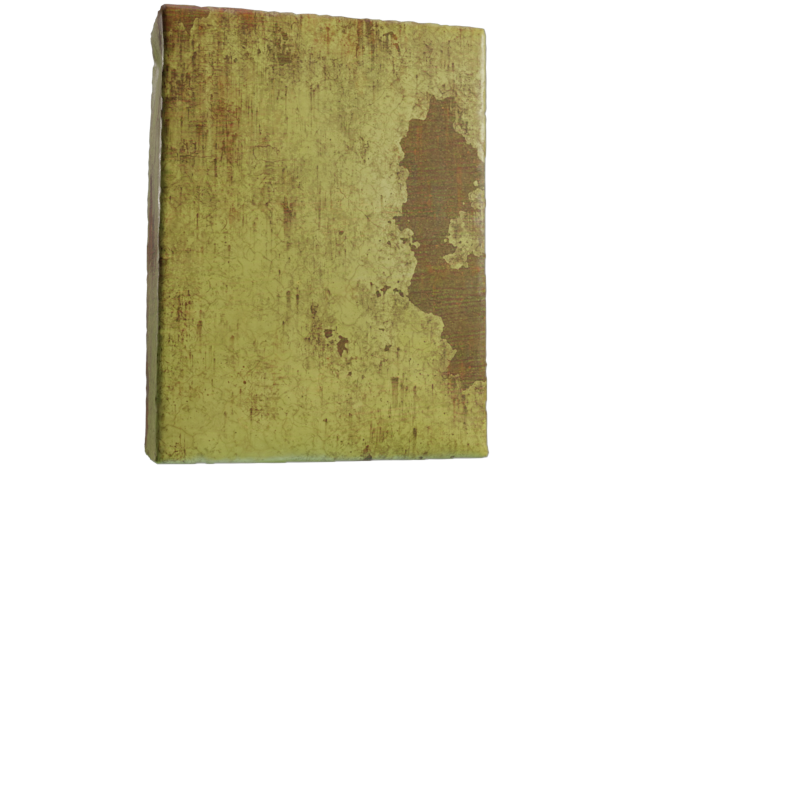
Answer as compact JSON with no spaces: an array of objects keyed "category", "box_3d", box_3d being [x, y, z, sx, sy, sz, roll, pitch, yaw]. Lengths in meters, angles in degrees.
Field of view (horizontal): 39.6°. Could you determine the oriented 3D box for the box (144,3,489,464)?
[{"category":"box","box_3d":[-0.043,-0.079,0.553,0.161,0.217,0.072,1,-5,-16]}]
